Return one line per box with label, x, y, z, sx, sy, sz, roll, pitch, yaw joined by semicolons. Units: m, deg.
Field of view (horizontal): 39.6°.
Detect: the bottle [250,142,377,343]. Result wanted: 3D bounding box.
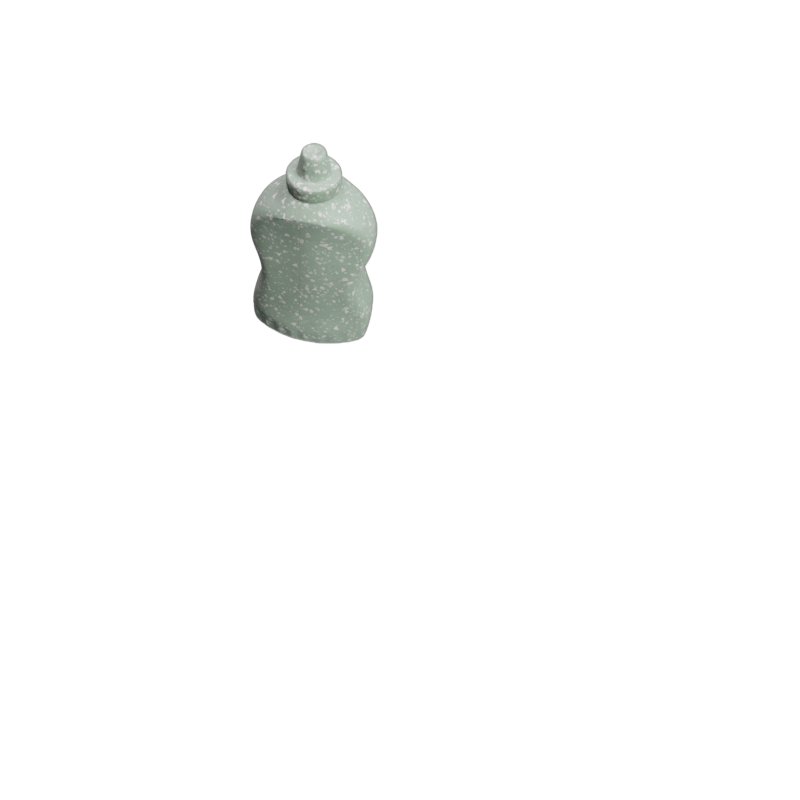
bottle;-0.067;-0.122;0.853;0.098;0.061;0.179;14;-36;7
